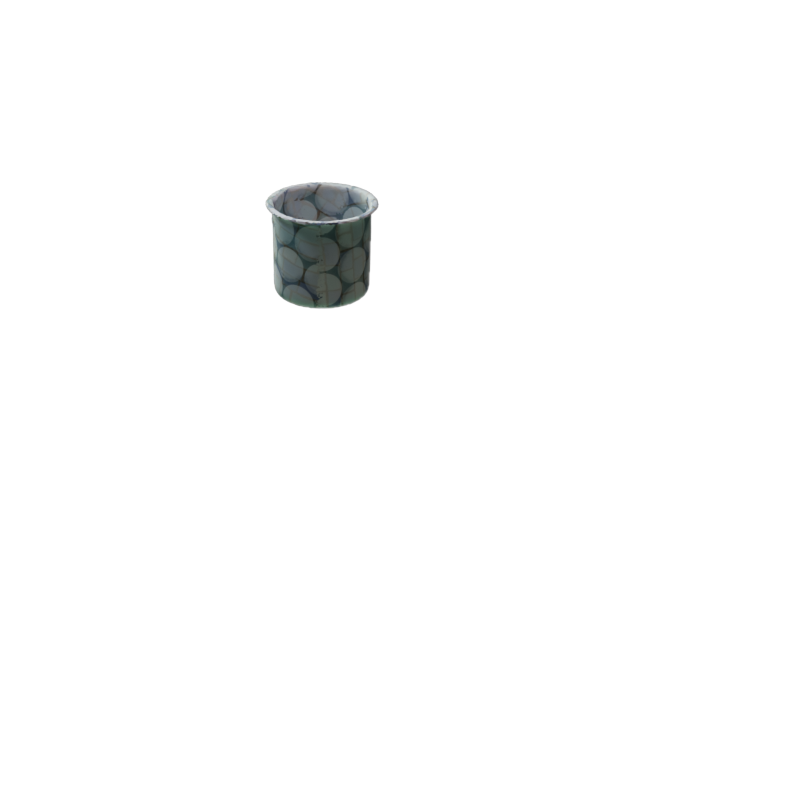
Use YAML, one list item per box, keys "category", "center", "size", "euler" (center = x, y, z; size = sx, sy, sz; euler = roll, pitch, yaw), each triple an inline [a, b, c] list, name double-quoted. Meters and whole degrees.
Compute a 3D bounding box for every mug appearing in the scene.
- category: "mug"
  center: [-0.073, -0.134, 0.938]
  size: [0.092, 0.077, 0.125]
  euler: [-20, 35, -34]
